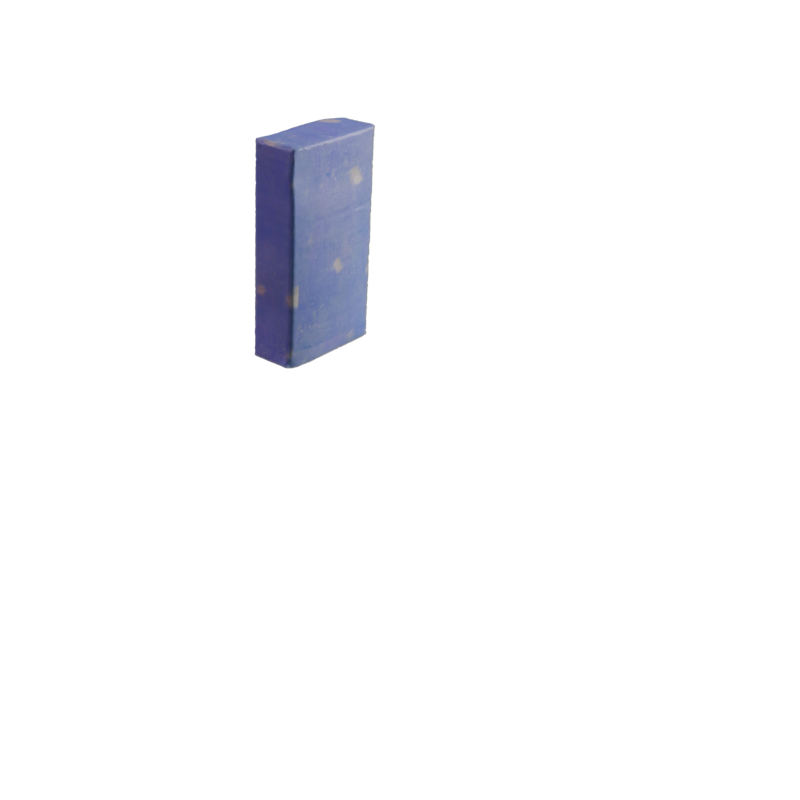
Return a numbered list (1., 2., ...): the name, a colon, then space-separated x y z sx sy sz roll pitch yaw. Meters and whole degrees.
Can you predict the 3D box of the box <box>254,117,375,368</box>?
1. box: -0.066 -0.120 0.840 0.051 0.168 0.092 18 27 35
